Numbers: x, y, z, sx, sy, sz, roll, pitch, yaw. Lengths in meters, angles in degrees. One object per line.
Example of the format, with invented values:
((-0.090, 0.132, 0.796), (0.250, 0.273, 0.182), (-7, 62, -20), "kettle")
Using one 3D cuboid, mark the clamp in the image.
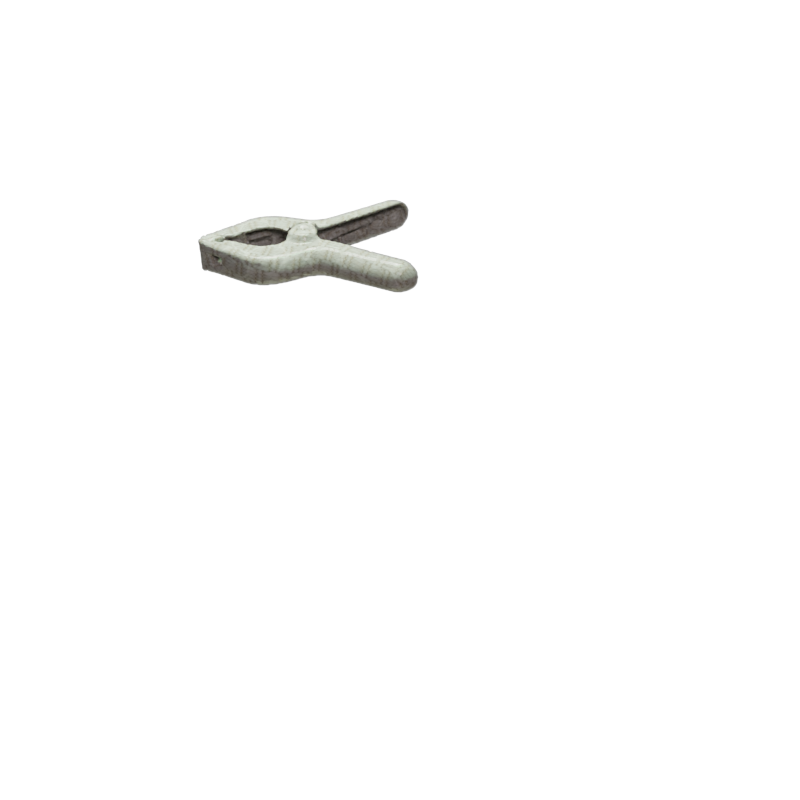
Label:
((-0.068, -0.124, 0.868), (0.173, 0.037, 0.126), (4, 29, 7), "clamp")
